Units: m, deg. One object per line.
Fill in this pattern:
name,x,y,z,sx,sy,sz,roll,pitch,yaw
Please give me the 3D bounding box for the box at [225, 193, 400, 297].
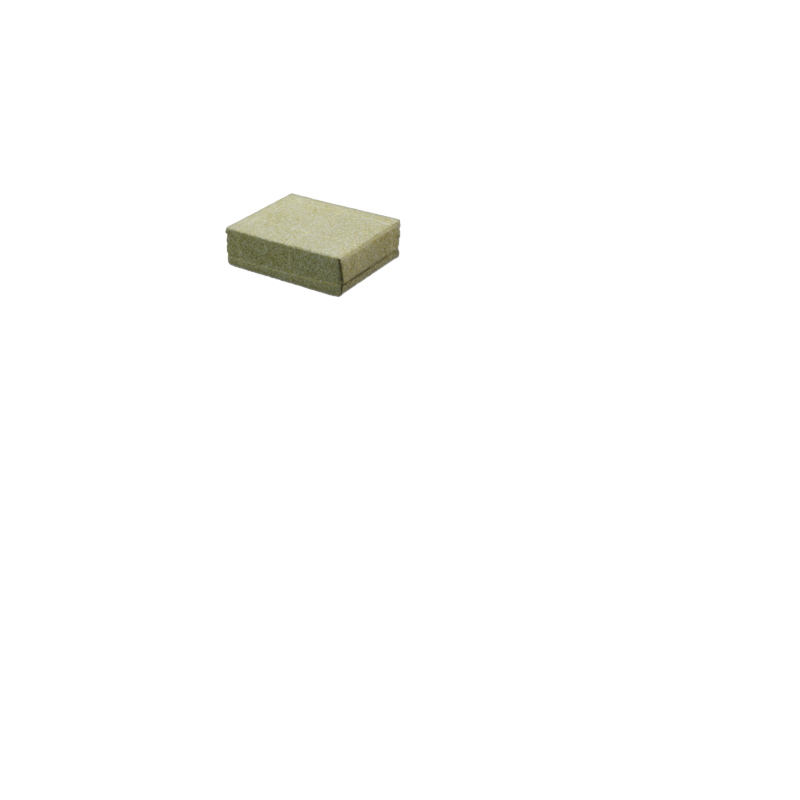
box,-0.070,-0.127,0.893,0.119,0.037,0.091,19,36,28
